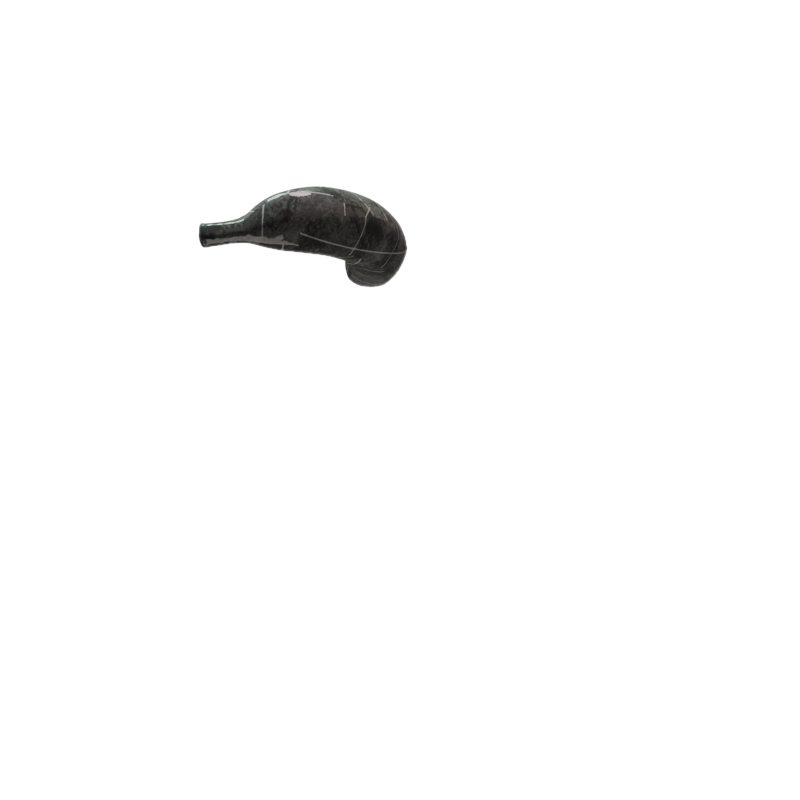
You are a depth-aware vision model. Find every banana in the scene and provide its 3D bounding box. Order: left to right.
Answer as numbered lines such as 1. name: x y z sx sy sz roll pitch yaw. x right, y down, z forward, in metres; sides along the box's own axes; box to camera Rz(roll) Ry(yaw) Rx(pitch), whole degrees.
1. banana: -0.034 -0.091 0.623 0.071 0.037 0.189 -2 -3 24
